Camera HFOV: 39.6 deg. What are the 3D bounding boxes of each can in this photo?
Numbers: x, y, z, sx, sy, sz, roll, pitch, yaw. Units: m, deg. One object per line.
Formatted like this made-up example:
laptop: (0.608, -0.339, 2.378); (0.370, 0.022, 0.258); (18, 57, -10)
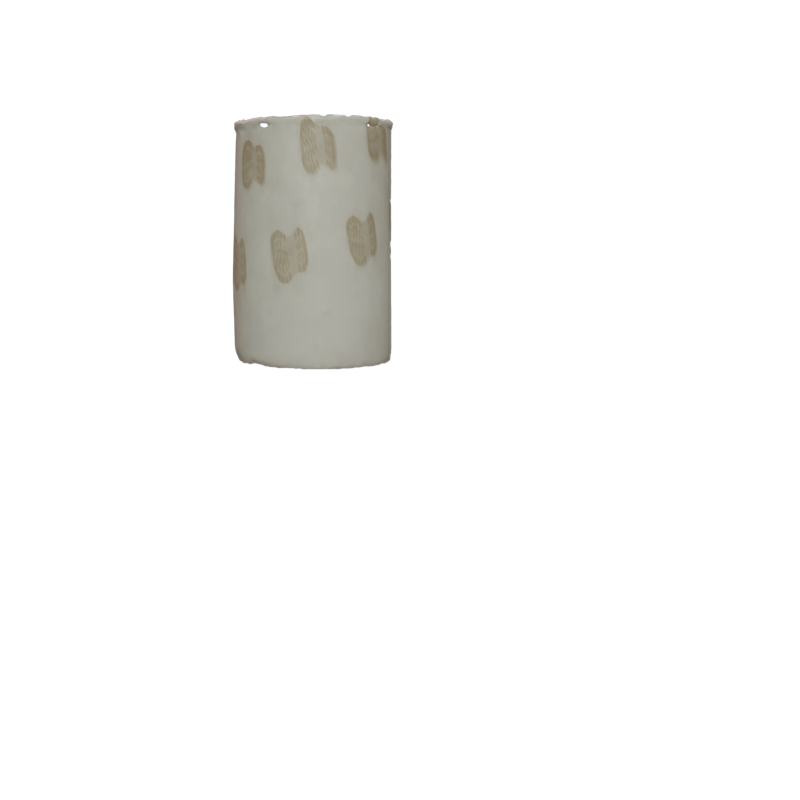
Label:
can: (-0.037, -0.068, 0.474); (0.068, 0.102, 0.069); (0, 2, -2)
